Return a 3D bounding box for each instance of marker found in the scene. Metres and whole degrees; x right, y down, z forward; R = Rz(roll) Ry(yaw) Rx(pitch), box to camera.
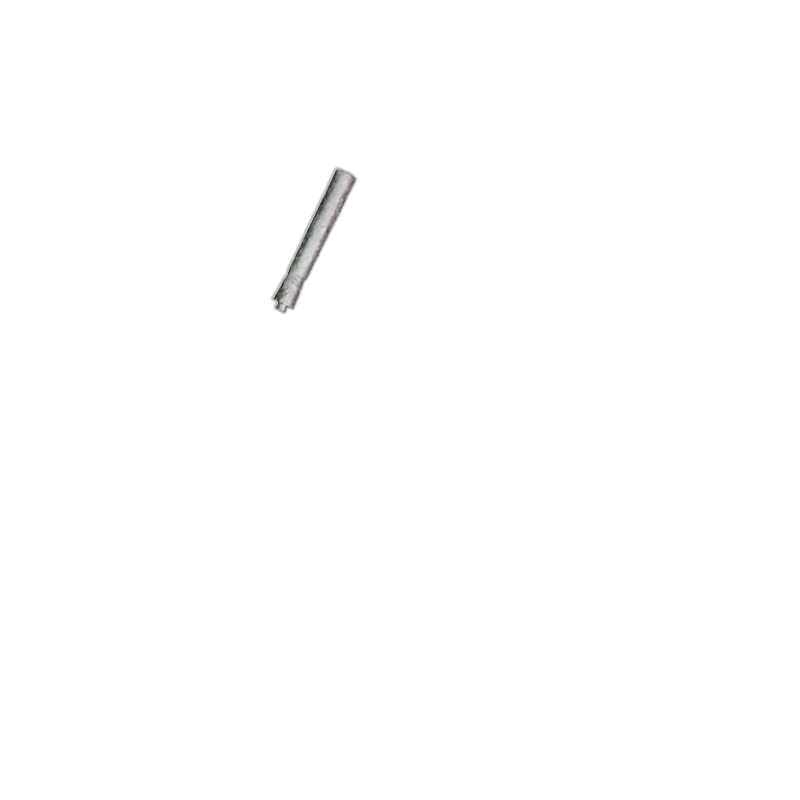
[{"bbox_3d":[-0.068,-0.125,0.874,0.020,0.122,0.019,25,-6,-1],"label":"marker"}]
